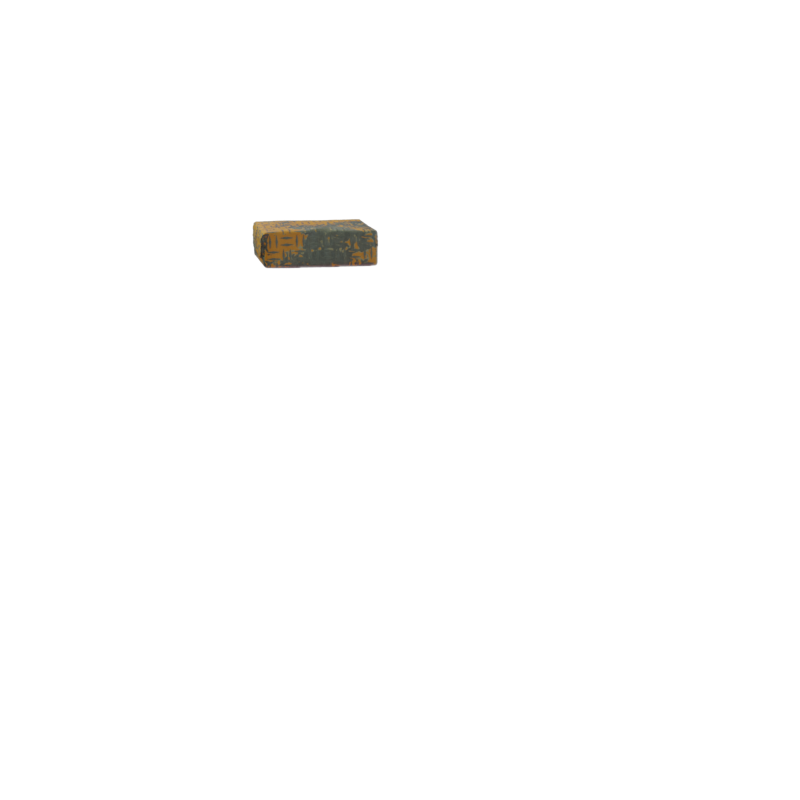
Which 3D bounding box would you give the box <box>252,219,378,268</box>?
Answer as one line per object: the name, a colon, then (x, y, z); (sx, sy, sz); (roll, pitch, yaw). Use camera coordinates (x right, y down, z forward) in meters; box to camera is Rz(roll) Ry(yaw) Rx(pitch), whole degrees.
box: (-0.067, -0.122, 0.858); (0.088, 0.029, 0.076); (-2, 15, -9)
